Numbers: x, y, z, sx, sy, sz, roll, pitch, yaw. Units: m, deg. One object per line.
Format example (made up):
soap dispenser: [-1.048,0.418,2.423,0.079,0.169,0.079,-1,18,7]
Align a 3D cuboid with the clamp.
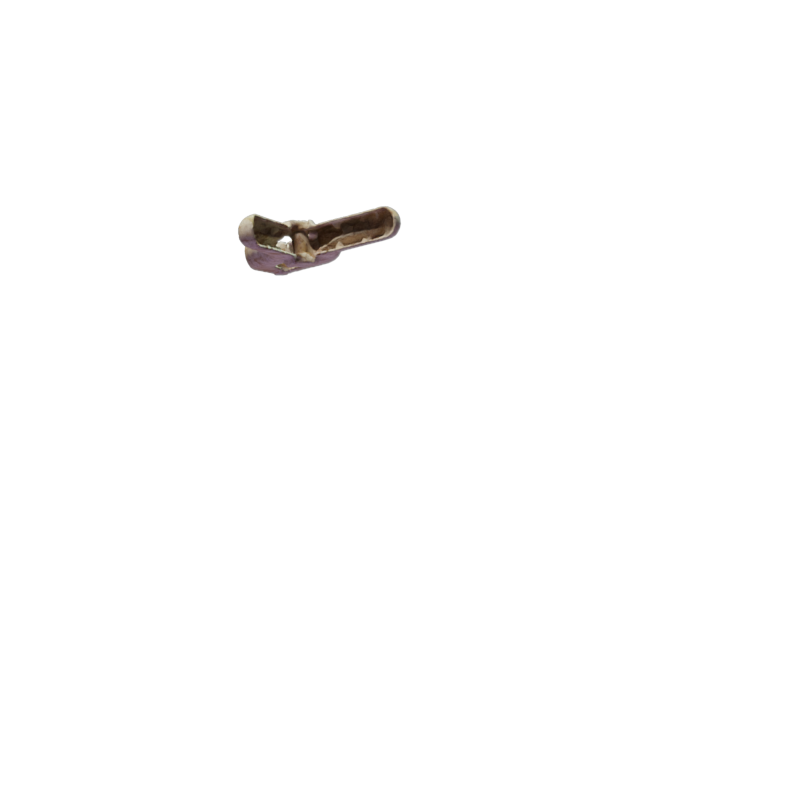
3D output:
clamp: [-0.068,-0.124,0.872,0.119,0.039,0.172,0,1,-8]
